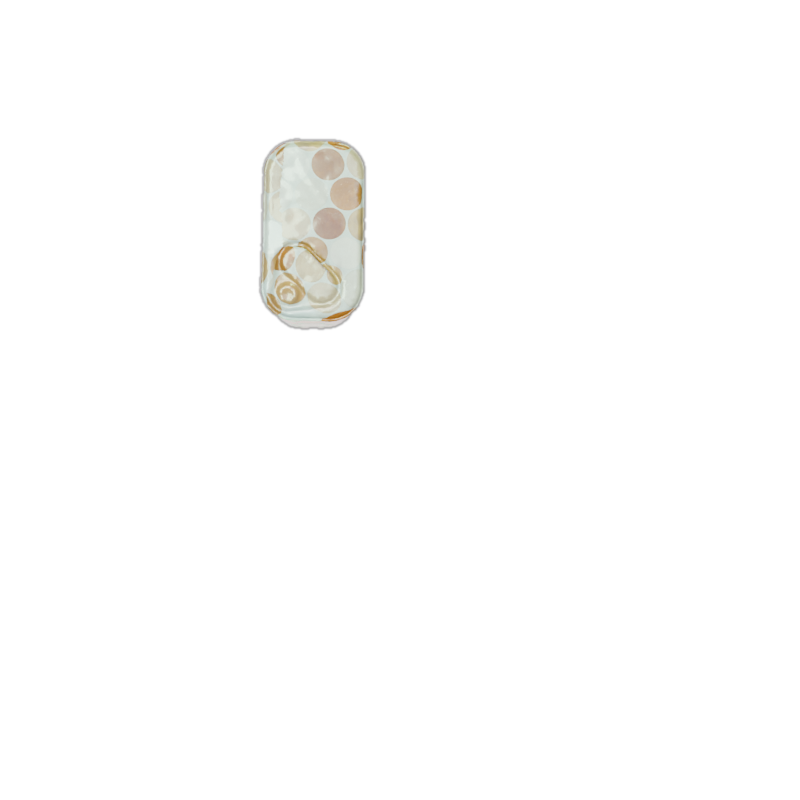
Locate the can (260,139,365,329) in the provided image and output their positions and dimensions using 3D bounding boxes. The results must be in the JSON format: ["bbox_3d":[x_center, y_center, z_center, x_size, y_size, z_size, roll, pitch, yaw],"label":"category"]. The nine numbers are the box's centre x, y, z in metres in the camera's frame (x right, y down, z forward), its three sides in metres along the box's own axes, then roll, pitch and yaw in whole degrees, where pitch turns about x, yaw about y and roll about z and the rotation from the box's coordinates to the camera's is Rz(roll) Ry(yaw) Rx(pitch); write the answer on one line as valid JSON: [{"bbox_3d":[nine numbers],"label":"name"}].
[{"bbox_3d":[-0.051,-0.093,0.654,0.057,0.104,0.082,1,-7,-3],"label":"can"}]
